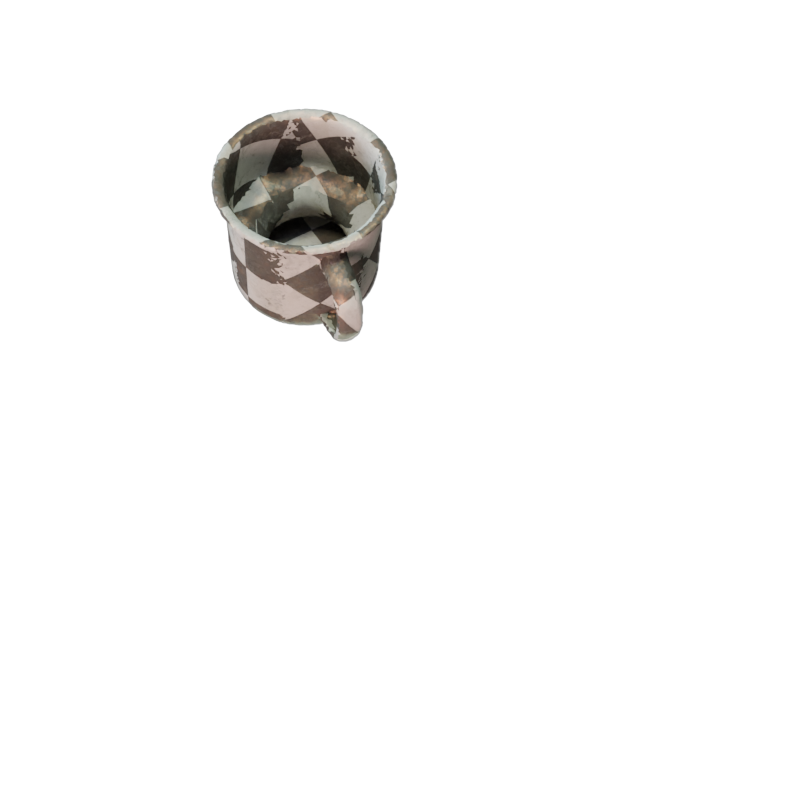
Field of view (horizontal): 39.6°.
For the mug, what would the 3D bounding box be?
[{"bbox_3d":[-0.045,-0.083,0.580,0.093,0.126,0.076,-19,-30,-13],"label":"mug"}]
